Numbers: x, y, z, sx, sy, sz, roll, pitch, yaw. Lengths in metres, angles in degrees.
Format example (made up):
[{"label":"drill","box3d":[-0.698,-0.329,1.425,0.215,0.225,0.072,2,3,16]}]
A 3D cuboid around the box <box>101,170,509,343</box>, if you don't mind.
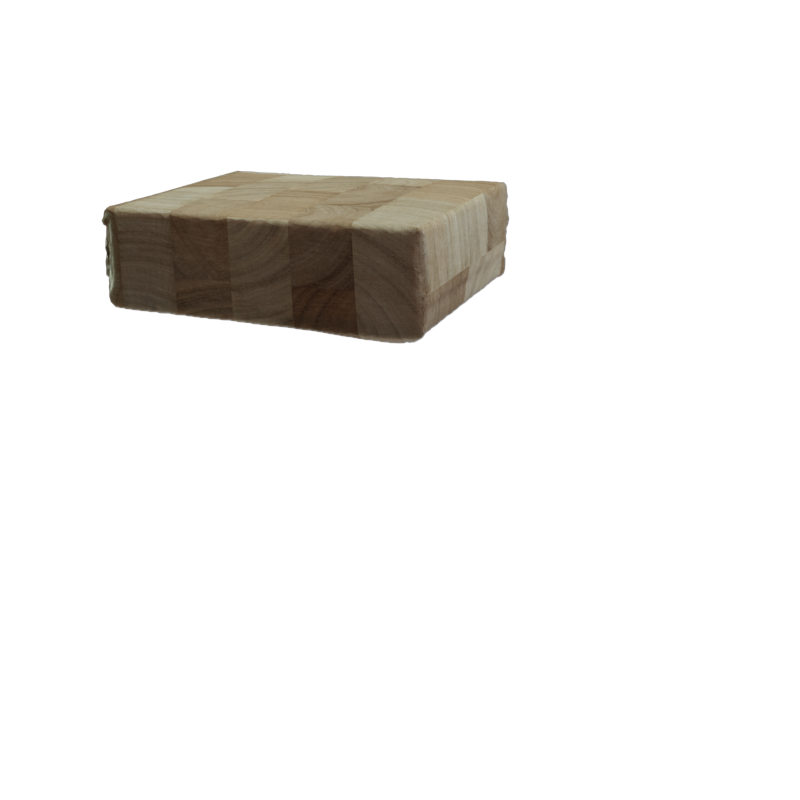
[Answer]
[{"label":"box","box3d":[-0.030,-0.054,0.378,0.117,0.037,0.090,9,22,22]}]
